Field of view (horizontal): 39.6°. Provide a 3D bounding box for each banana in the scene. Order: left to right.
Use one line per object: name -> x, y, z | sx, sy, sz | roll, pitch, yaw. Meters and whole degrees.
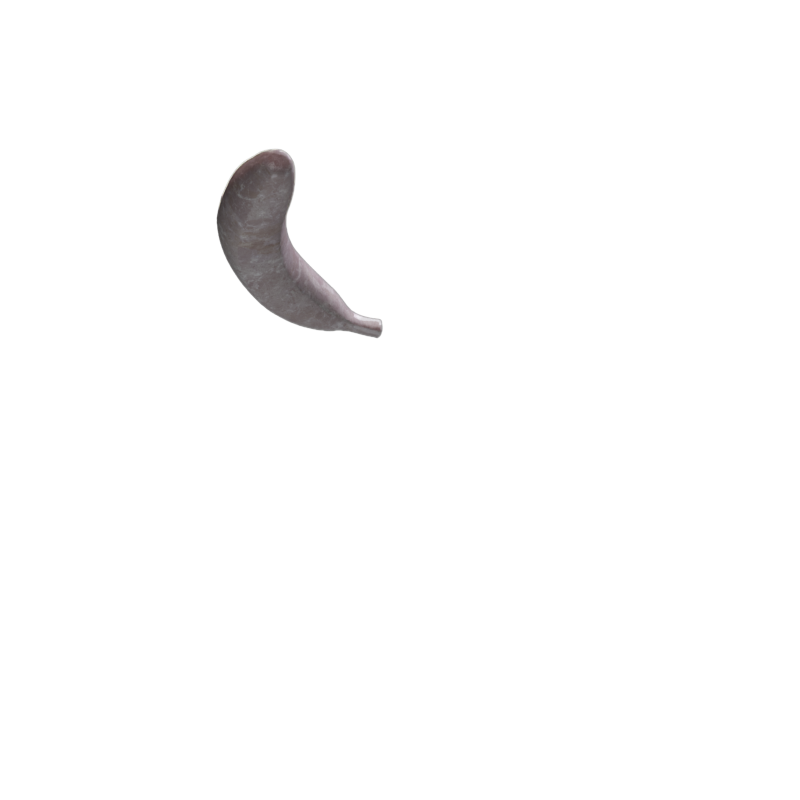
banana -> -0.065, -0.084, 0.620 | 0.070, 0.039, 0.184 | -6, -23, 13
